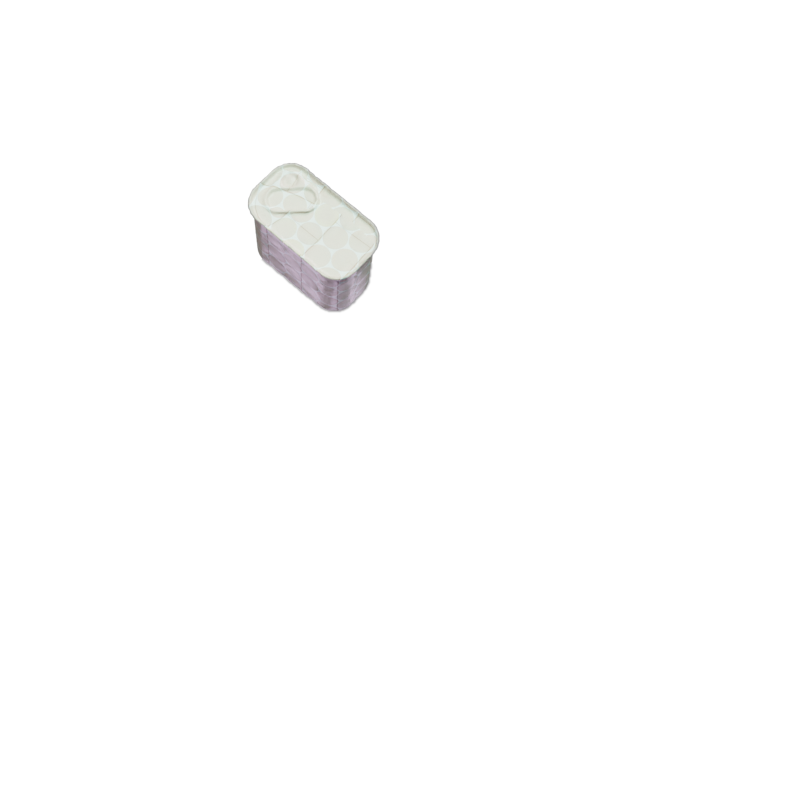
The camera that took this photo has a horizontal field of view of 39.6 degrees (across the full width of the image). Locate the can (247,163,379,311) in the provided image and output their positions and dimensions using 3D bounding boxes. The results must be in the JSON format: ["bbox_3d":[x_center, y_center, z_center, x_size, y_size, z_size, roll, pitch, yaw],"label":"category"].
[{"bbox_3d":[-0.067,-0.123,0.860,0.106,0.058,0.080,41,-16,12],"label":"can"}]
